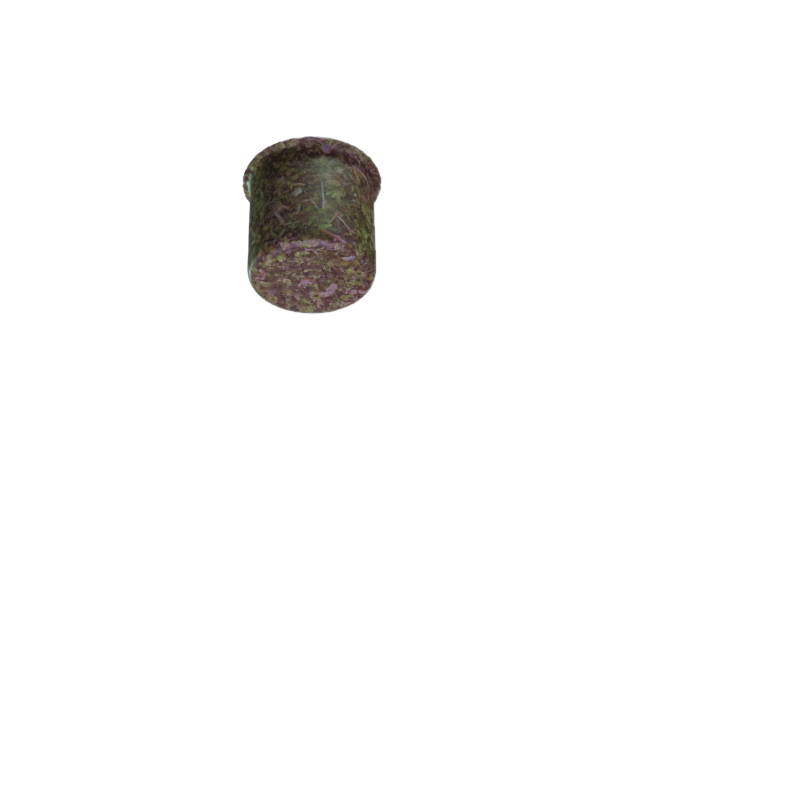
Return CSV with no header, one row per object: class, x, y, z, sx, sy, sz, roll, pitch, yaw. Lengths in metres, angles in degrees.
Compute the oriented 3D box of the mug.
mug,-0.057,-0.104,0.728,0.093,0.087,0.109,-2,-34,1
